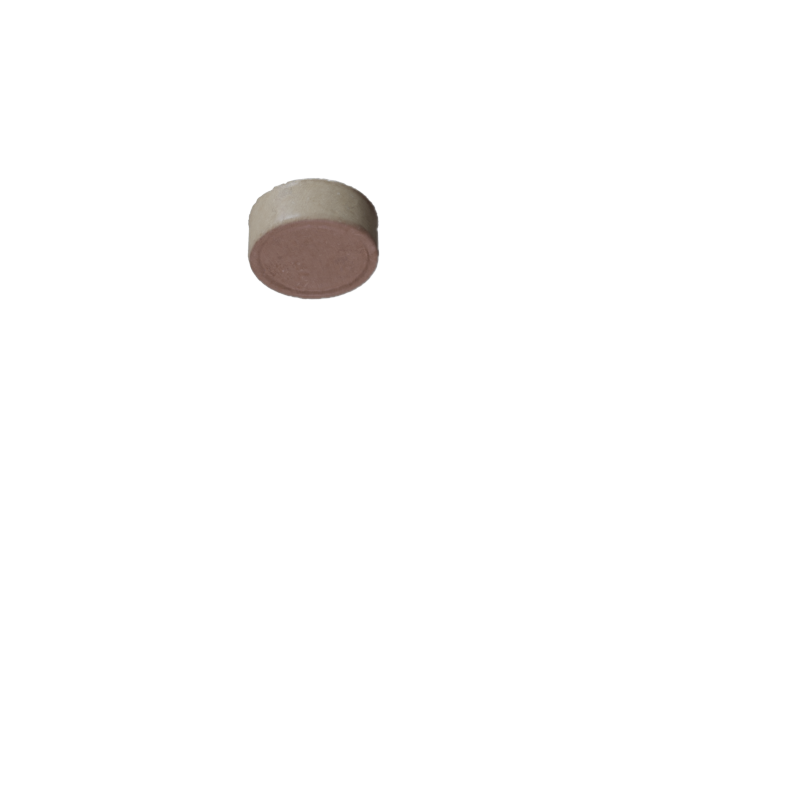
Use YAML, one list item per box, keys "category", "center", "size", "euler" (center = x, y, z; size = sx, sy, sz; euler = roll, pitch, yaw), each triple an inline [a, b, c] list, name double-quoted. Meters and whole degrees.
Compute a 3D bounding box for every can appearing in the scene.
- category: "can"
  center: [-0.056, -0.103, 0.719]
  size: [0.086, 0.036, 0.080]
  euler: [1, -35, -2]
